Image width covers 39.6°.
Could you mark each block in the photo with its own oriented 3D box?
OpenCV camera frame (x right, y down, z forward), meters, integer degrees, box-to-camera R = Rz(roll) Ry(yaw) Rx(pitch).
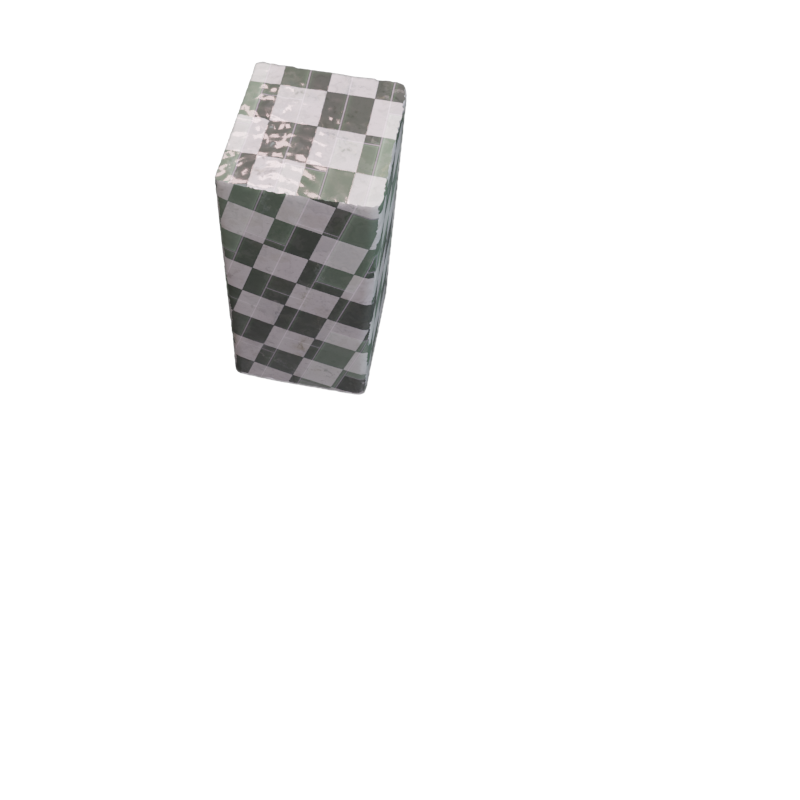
[{"bbox_3d":[-0.052,-0.096,0.677,0.091,0.096,0.193,11,-31,3],"label":"block"}]
